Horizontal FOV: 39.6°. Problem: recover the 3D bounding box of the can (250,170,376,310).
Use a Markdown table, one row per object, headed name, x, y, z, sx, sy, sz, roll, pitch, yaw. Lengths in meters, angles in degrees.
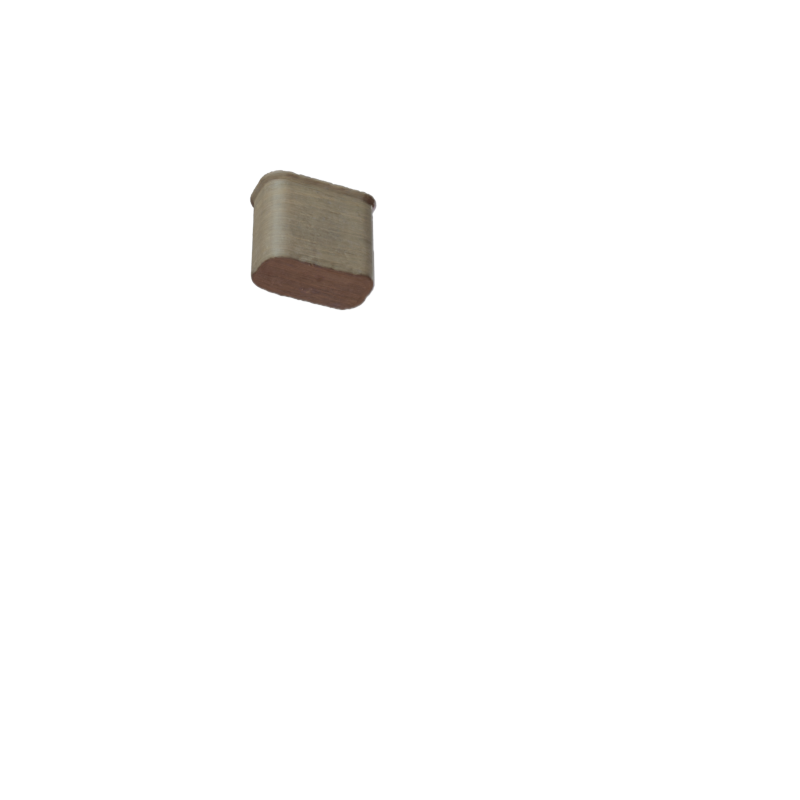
| name | x | y | z | sx | sy | sz | roll | pitch | yaw |
| --- | --- | --- | --- | --- | --- | --- | --- | --- | --- |
| can | -0.070 | -0.127 | 0.891 | 0.098 | 0.090 | 0.056 | 12 | -35 | -21 |
